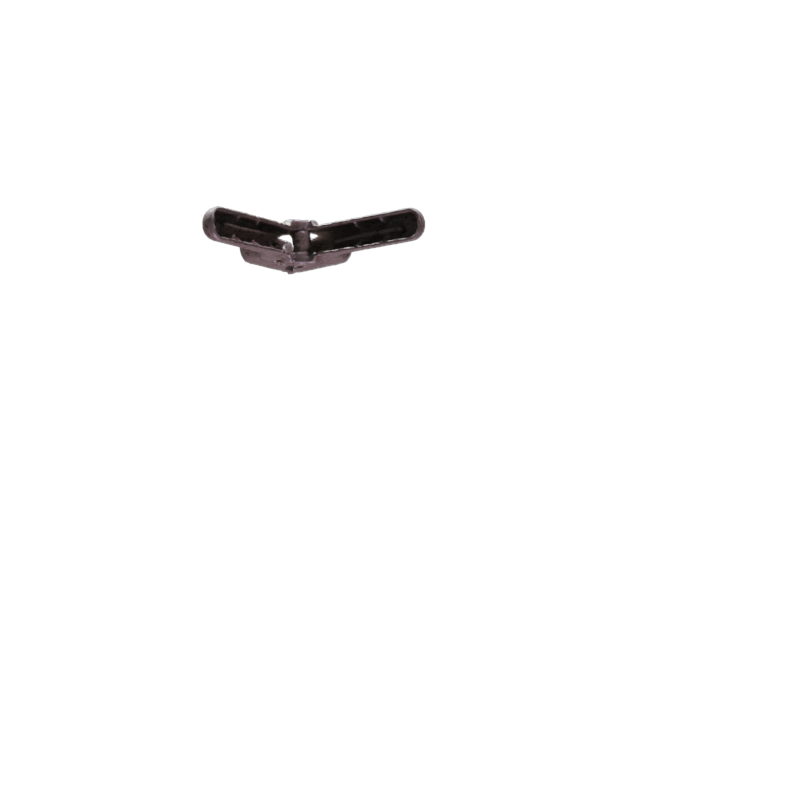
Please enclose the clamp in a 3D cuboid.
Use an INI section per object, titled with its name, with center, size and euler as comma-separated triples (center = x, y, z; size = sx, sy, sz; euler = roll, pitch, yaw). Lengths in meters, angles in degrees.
[clamp]
center = -0.070, -0.128, 0.900
size = 0.164, 0.037, 0.208
euler = 0, -1, -4
